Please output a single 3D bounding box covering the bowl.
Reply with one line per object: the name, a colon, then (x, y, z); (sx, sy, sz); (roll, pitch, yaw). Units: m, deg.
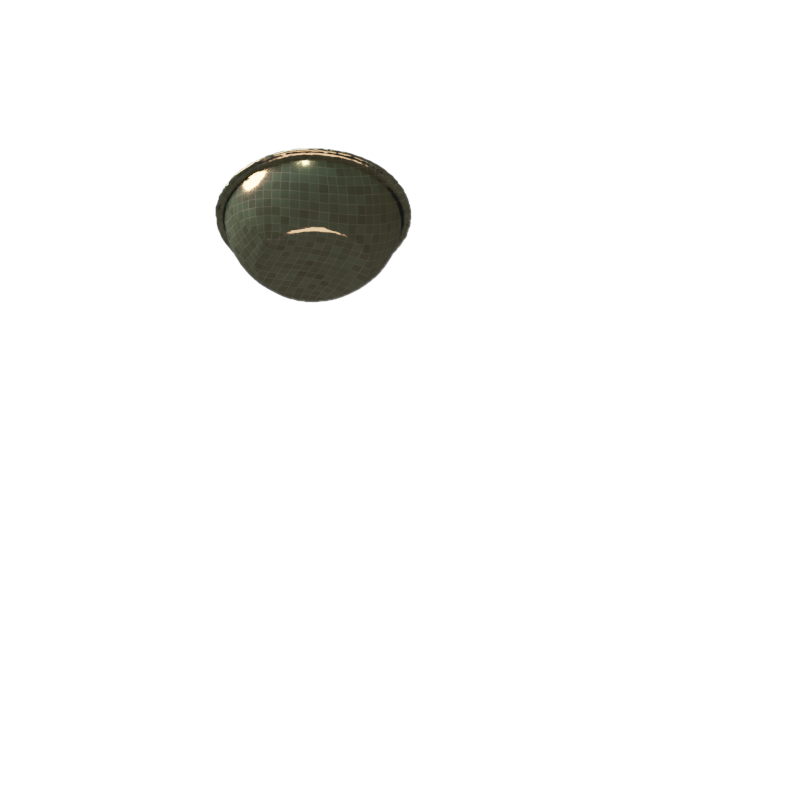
bowl: (-0.070, -0.128, 0.897); (0.162, 0.059, 0.151); (1, -37, -2)
